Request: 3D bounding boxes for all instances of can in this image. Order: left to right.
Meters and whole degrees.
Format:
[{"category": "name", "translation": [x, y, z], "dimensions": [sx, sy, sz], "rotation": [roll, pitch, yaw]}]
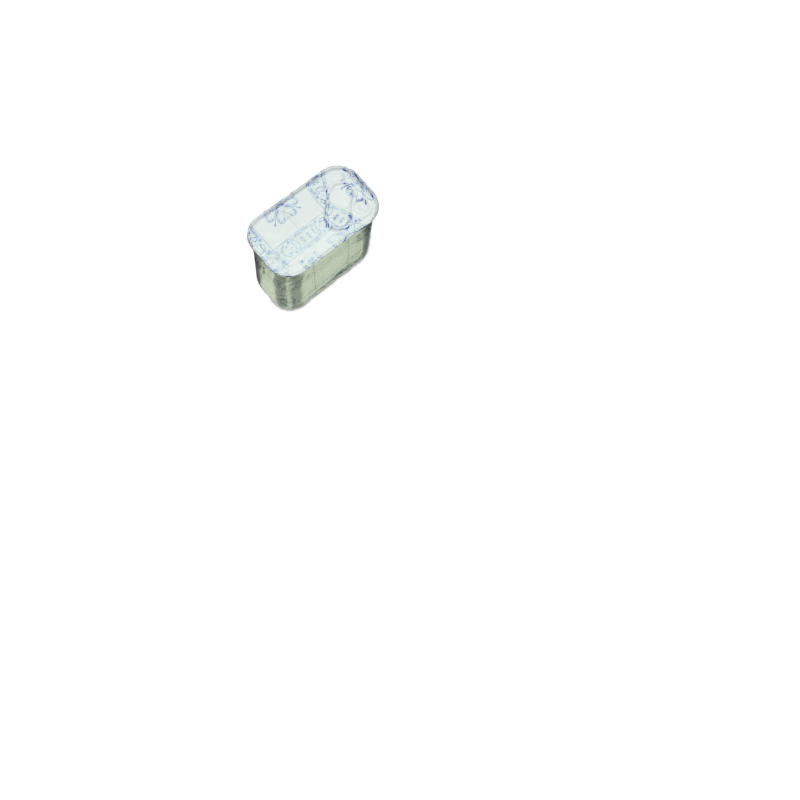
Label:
[{"category": "can", "translation": [-0.069, -0.125, 0.876], "dimensions": [0.102, 0.060, 0.080], "rotation": [-38, -13, -14]}]
